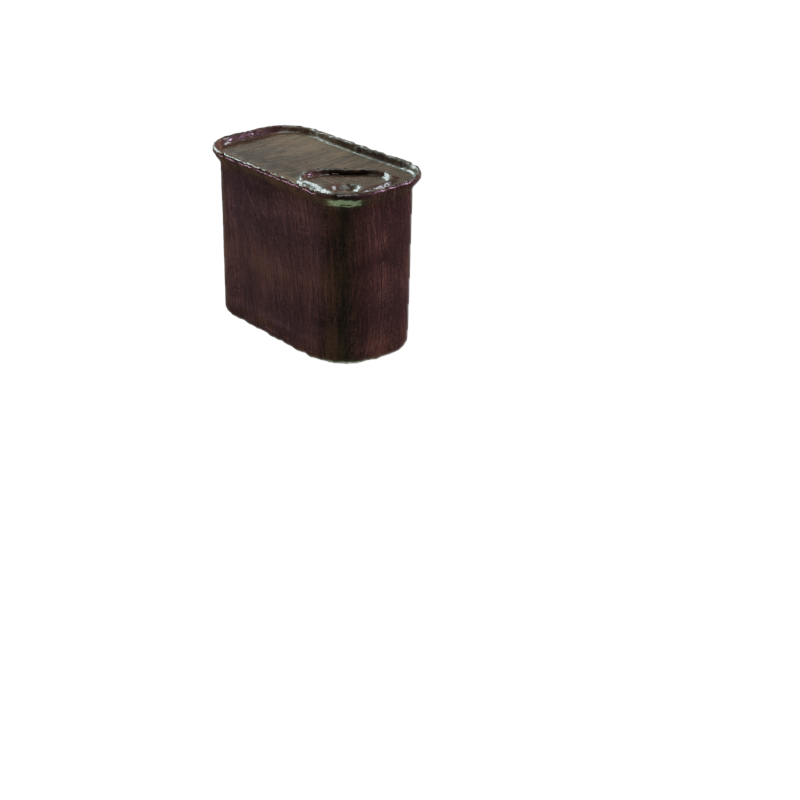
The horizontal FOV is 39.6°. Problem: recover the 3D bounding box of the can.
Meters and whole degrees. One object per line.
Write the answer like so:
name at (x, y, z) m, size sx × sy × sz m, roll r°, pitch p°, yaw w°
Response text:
can at (-0.040, -0.073, 0.514) m, size 0.057 × 0.079 × 0.109 m, roll -20°, pitch 34°, yaw -38°
